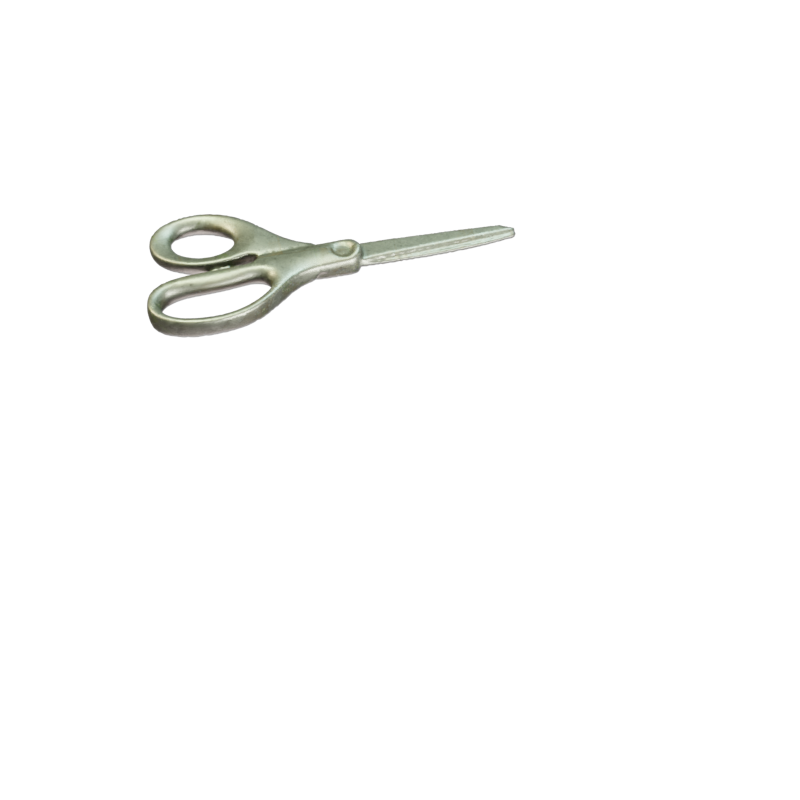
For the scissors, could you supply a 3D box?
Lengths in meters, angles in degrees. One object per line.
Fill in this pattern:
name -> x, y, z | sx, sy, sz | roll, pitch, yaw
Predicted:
scissors -> -0.047, -0.086, 0.600 | 0.200, 0.015, 0.104 | -22, 48, -22
